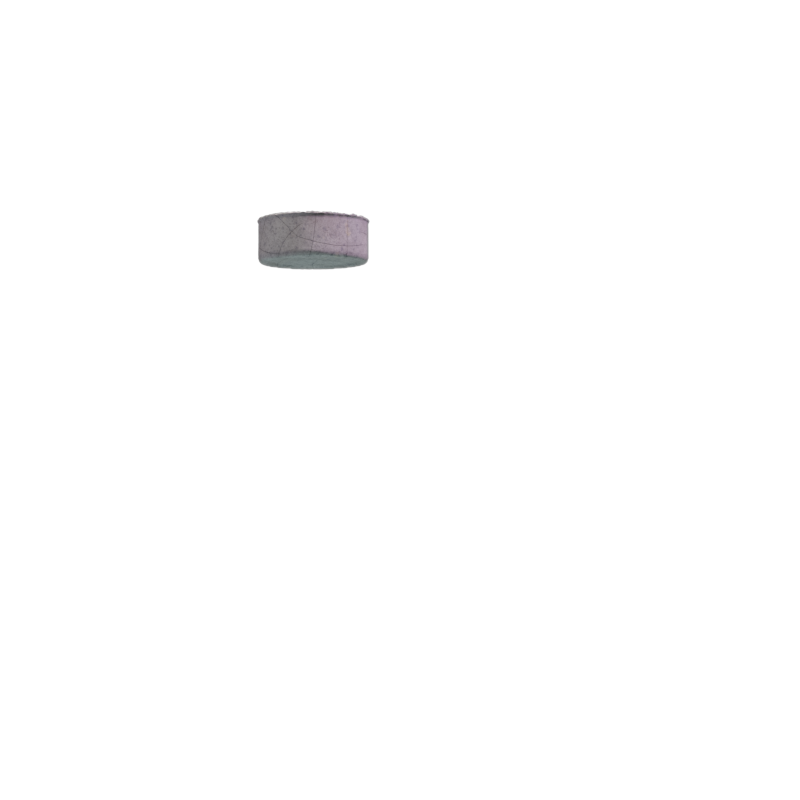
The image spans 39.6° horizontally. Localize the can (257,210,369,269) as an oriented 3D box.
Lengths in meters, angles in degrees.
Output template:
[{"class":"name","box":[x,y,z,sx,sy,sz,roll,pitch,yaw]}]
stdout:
[{"class":"can","box":[-0.066,-0.121,0.847,0.086,0.034,0.085,0,-1,-2]}]
